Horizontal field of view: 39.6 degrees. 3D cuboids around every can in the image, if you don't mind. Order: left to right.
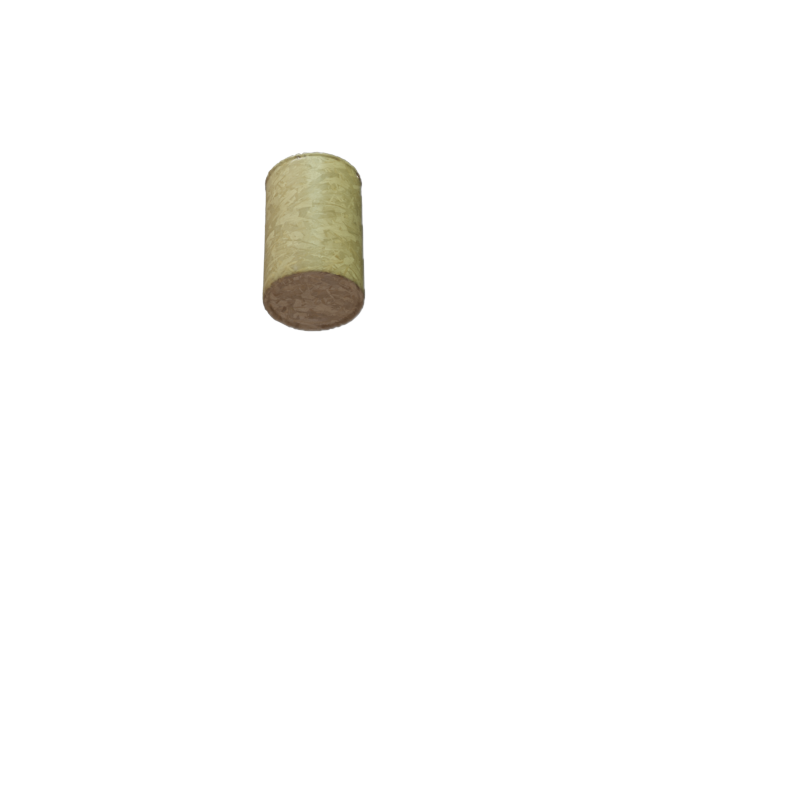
[{"bbox_3d":[-0.058,-0.106,0.742,0.068,0.109,0.064,-1,-35,-2],"label":"can"}]
